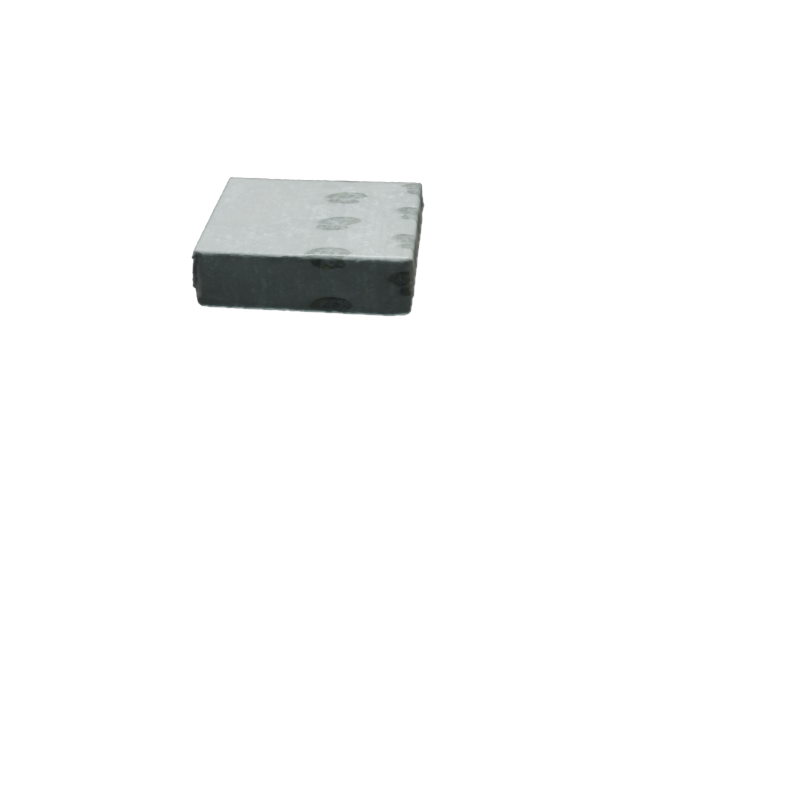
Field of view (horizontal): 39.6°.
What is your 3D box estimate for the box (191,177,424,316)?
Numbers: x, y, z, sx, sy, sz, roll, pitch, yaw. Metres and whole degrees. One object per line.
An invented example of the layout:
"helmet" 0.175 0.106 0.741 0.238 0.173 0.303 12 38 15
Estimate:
"box" -0.046 -0.084 0.591 0.114 0.036 0.095 4 35 5
